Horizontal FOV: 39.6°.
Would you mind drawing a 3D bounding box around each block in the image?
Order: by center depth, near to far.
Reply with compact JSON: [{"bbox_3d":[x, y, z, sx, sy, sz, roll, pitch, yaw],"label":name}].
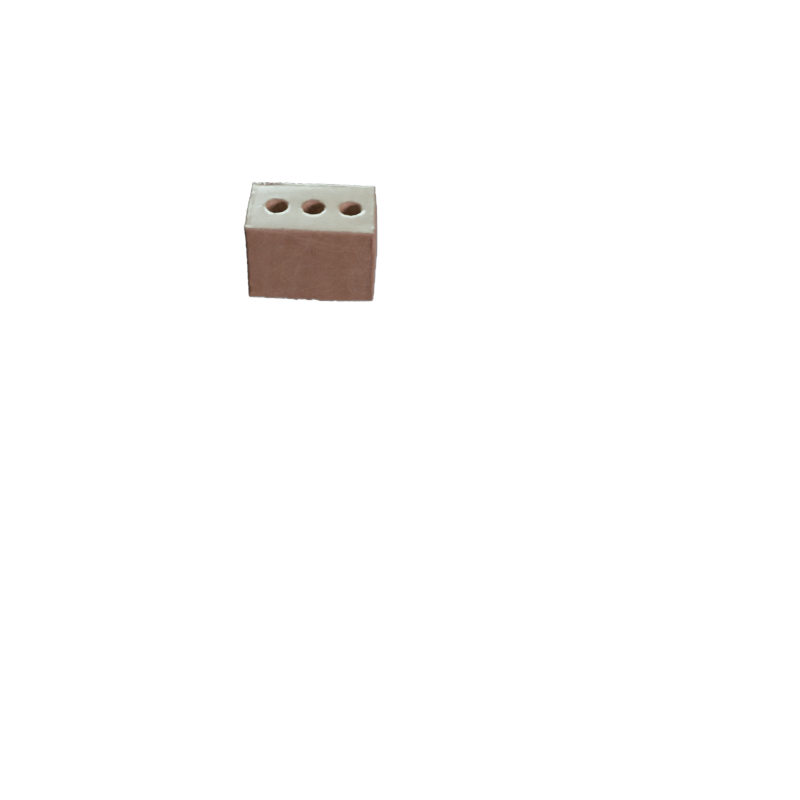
[{"bbox_3d":[-0.052,-0.095,0.668,0.078,0.048,0.056,2,39,1],"label":"block"}]
